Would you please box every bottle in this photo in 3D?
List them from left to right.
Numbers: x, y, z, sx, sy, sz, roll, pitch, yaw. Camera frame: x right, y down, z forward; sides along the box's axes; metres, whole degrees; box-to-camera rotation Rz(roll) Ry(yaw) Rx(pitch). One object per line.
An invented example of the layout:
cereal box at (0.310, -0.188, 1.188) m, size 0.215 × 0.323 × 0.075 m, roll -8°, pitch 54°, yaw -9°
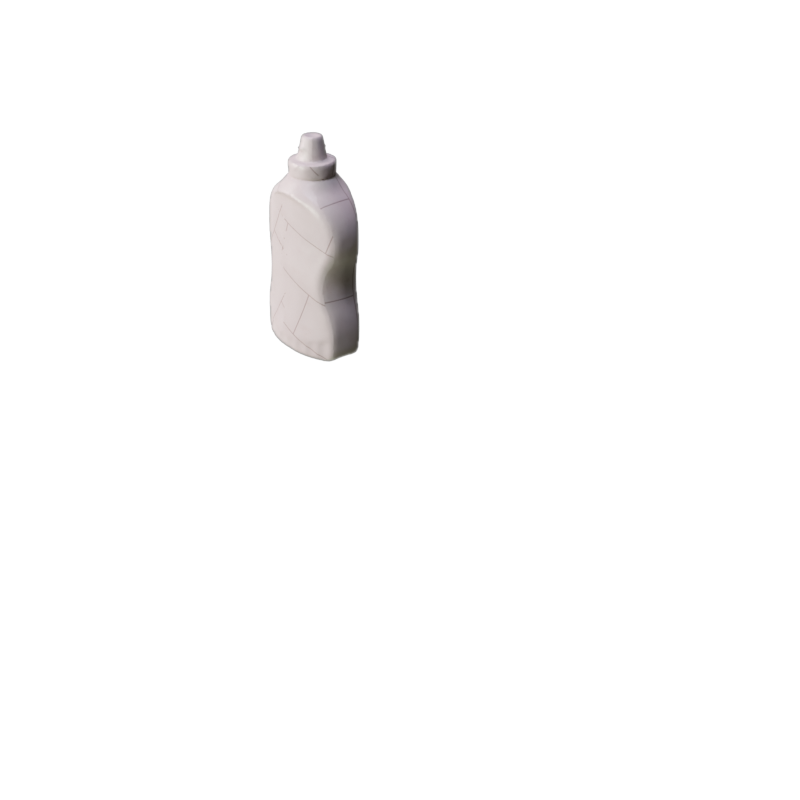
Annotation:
bottle at (-0.075, -0.136, 0.952) m, size 0.057 × 0.182 × 0.103 m, roll -15°, pitch 30°, yaw -33°
